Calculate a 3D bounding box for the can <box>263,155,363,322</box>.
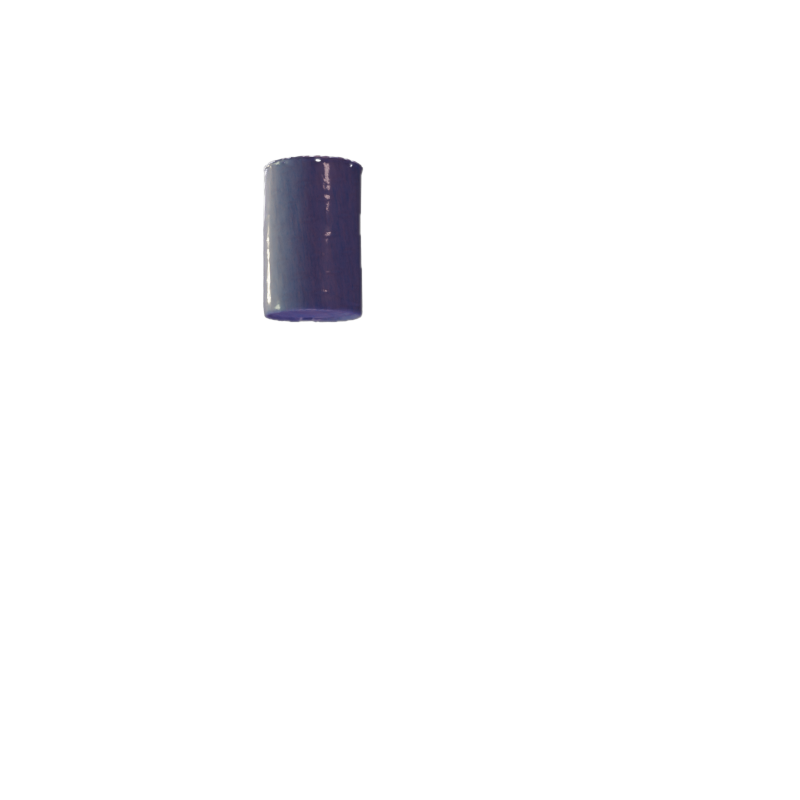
[{"bbox_3d":[-0.058,-0.106,0.745,0.068,0.105,0.067,0,-9,-2],"label":"can"}]
